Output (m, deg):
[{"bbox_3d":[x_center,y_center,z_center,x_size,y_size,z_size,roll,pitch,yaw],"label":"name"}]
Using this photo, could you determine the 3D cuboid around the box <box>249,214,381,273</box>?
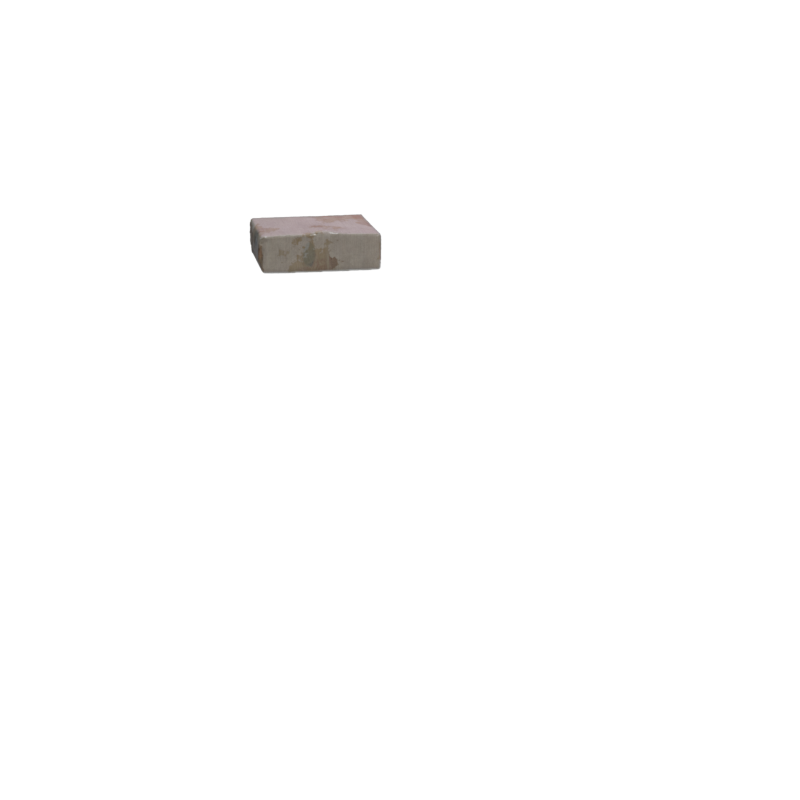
[{"bbox_3d":[-0.064,-0.117,0.819,0.088,0.029,0.077,-3,19,-10],"label":"box"}]
